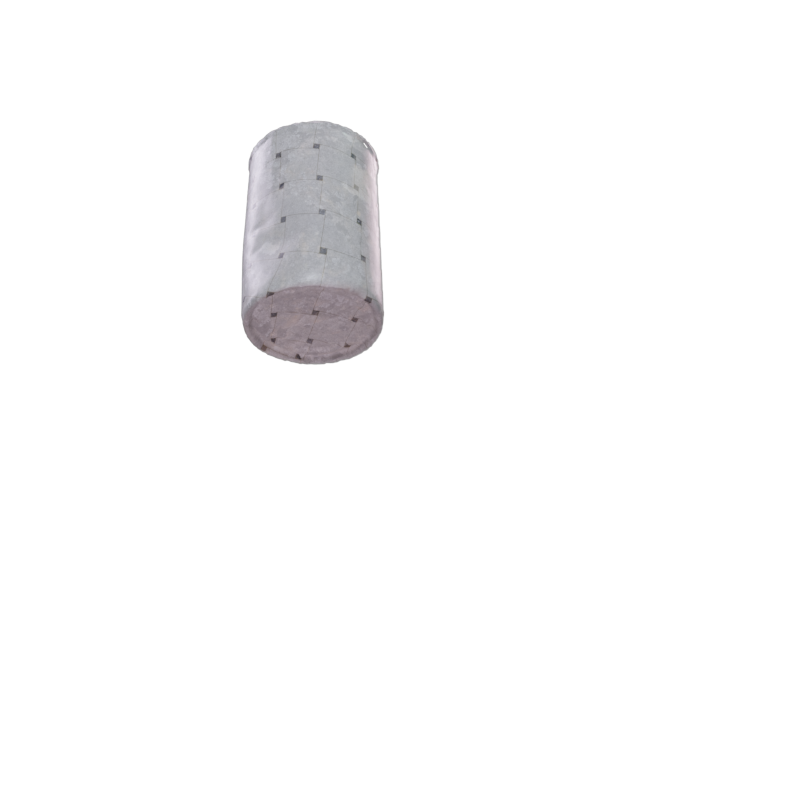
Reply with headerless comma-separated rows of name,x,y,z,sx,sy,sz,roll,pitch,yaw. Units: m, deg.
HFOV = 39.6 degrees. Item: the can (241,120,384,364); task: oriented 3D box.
can,-0.043,-0.078,0.545,0.068,0.109,0.064,-1,-36,-2
